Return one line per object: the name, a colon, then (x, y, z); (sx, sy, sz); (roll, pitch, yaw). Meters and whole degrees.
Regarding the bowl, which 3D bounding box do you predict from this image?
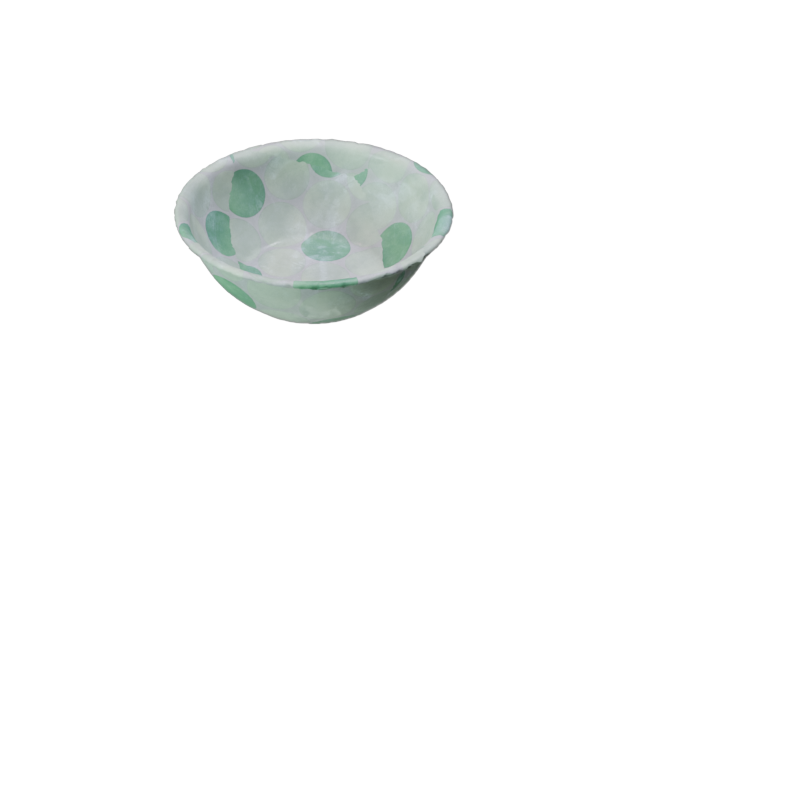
bowl: (-0.051, -0.094, 0.657); (0.162, 0.051, 0.174); (-1, 39, -2)
